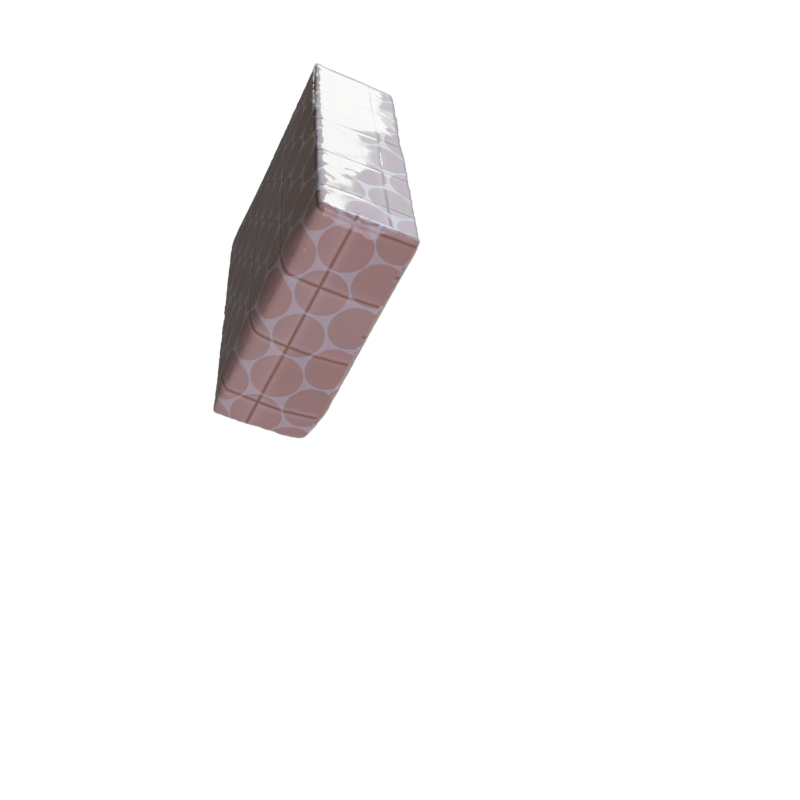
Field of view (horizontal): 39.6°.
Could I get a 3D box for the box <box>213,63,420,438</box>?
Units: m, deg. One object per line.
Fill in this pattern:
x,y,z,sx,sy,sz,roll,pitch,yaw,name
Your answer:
-0.058,-0.106,0.741,0.070,0.158,0.228,21,31,-18,box
